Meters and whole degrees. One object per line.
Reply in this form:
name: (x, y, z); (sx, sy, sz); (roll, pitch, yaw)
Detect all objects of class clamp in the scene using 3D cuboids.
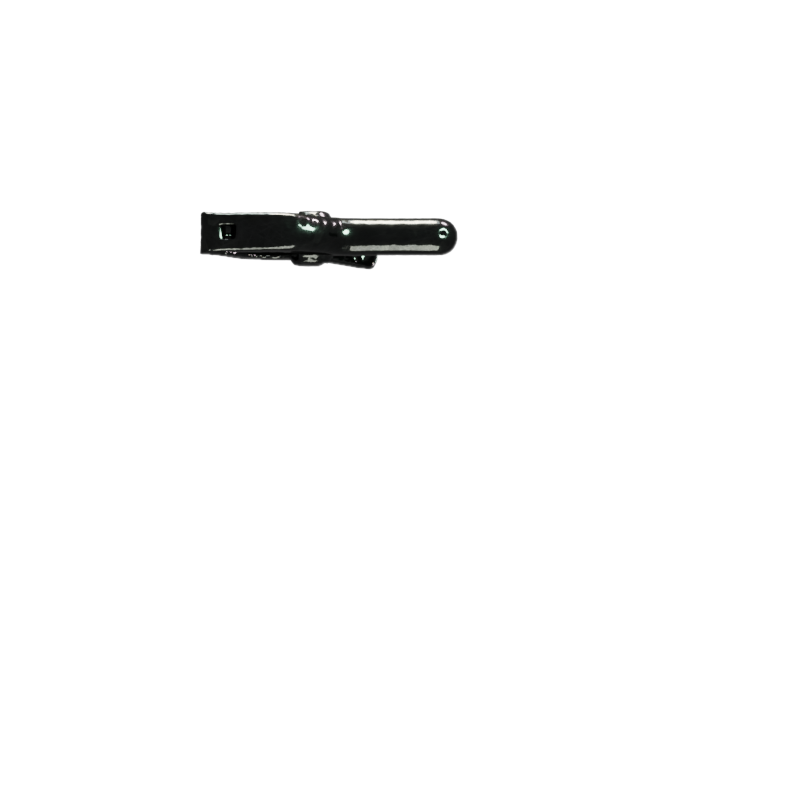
clamp: (-0.060, -0.110, 0.771); (0.167, 0.040, 0.120); (2, -7, -20)
